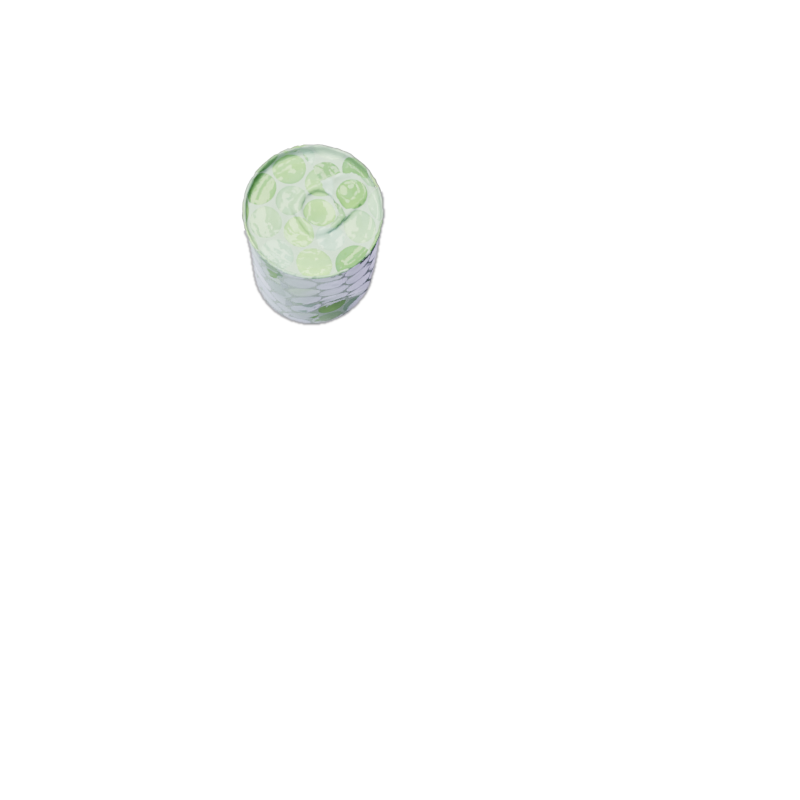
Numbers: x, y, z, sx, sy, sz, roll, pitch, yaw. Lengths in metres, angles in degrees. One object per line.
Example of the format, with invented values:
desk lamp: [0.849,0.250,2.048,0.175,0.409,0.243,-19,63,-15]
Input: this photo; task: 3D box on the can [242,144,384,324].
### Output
can: [-0.045,-0.082,0.575,0.068,0.071,0.099,0,-12,-3]
